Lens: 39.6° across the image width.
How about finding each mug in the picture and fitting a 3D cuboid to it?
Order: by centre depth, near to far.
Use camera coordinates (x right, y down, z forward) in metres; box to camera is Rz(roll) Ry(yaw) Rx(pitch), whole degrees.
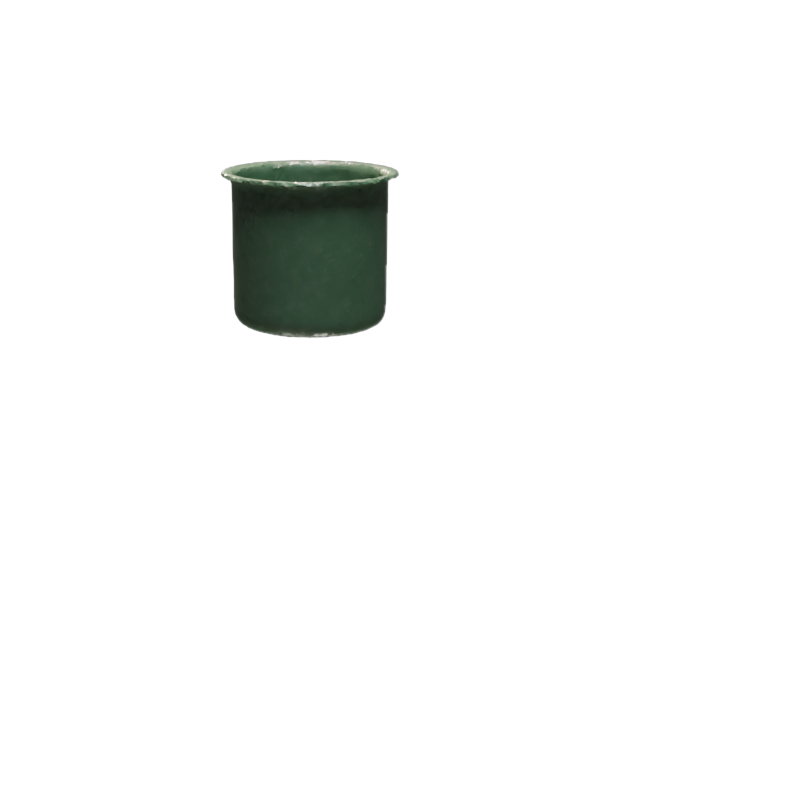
[{"bbox_3d":[-0.047,-0.086,0.600,0.094,0.079,0.120,2,17,5],"label":"mug"}]
